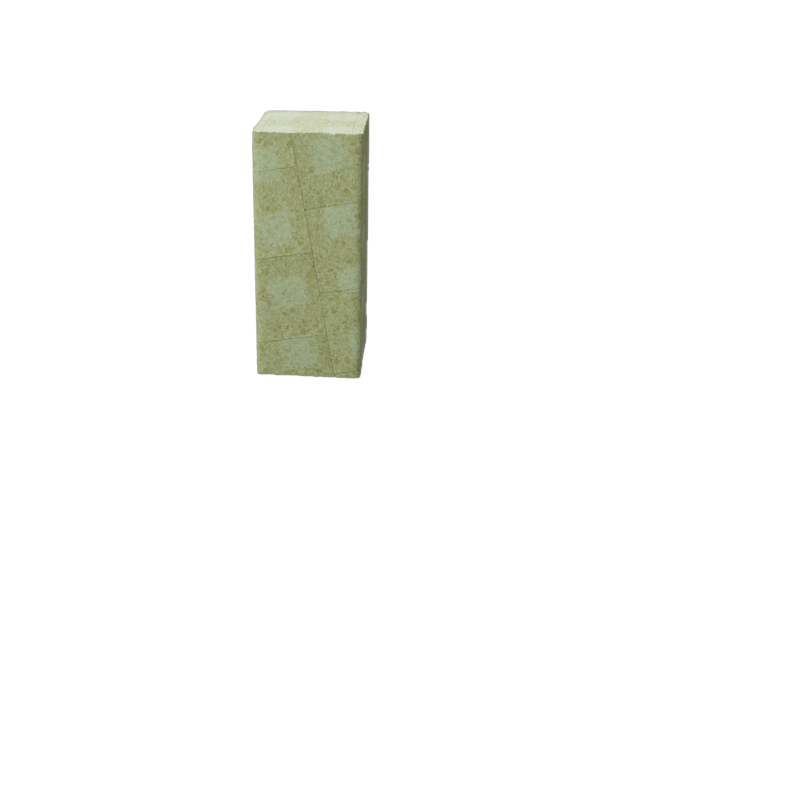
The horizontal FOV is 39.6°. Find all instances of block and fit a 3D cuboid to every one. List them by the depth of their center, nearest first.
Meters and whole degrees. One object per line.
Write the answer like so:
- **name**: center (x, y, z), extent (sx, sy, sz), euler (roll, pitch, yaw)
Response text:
- **block**: center (-0.073, -0.133, 0.929), extent (0.091, 0.197, 0.094), euler (2, 20, 2)
